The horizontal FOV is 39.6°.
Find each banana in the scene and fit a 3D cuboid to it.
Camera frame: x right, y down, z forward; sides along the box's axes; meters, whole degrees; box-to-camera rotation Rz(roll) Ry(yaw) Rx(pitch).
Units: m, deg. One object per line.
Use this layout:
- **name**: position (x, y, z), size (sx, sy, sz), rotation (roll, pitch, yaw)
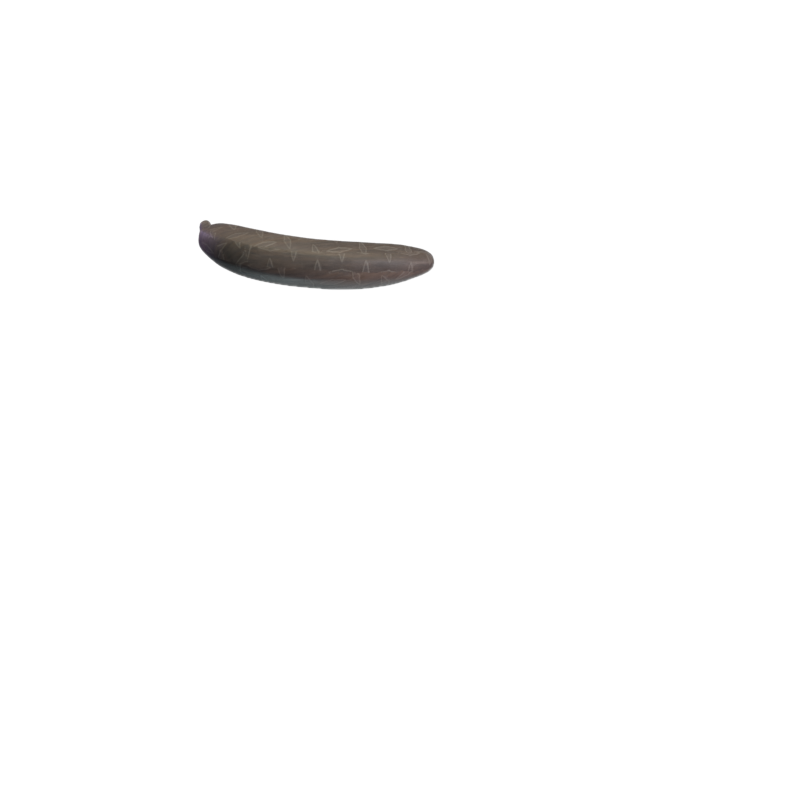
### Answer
- **banana**: position (-0.076, -0.113, 0.851), size (0.203, 0.034, 0.072), rotation (12, 37, 16)
